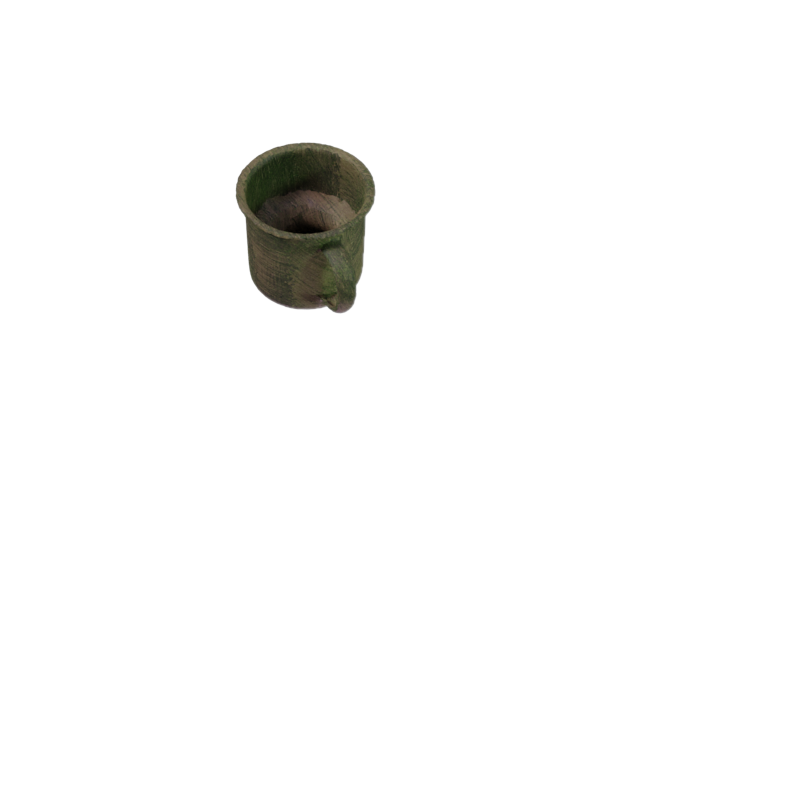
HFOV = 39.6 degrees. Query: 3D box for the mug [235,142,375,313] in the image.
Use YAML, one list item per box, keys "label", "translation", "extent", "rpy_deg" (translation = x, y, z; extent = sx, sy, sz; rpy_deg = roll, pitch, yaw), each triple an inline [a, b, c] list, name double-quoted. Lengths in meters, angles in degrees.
- label: "mug"
  translation: [-0.059, -0.108, 0.756]
  extent: [0.092, 0.126, 0.076]
  rpy_deg: [-21, -36, -18]
